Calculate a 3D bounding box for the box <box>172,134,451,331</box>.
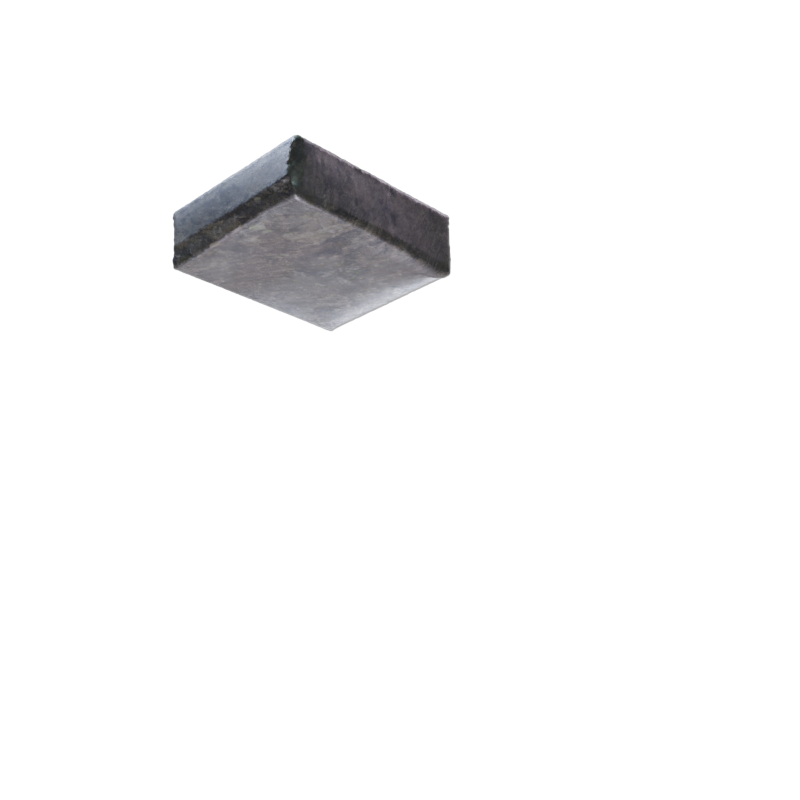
[{"bbox_3d":[-0.043,-0.079,0.552,0.090,0.041,0.106,-23,-33,39],"label":"box"}]
